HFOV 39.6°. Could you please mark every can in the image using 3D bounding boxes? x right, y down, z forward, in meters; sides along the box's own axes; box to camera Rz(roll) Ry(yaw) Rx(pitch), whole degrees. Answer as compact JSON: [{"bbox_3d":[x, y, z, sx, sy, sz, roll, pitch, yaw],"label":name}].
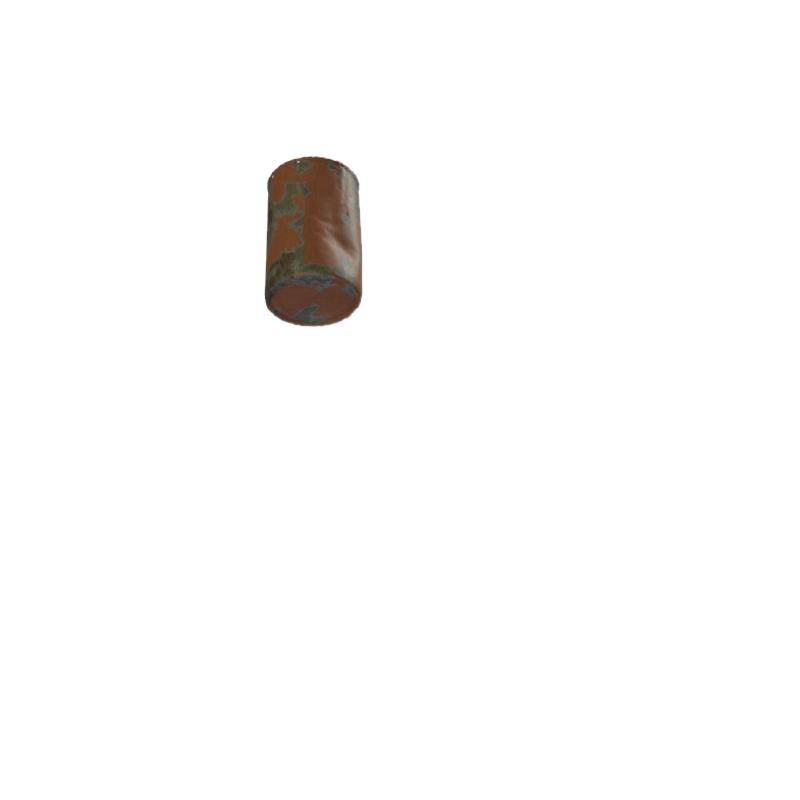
[{"bbox_3d":[-0.061,-0.112,0.783,0.068,0.109,0.064,-1,-33,-2],"label":"can"}]
